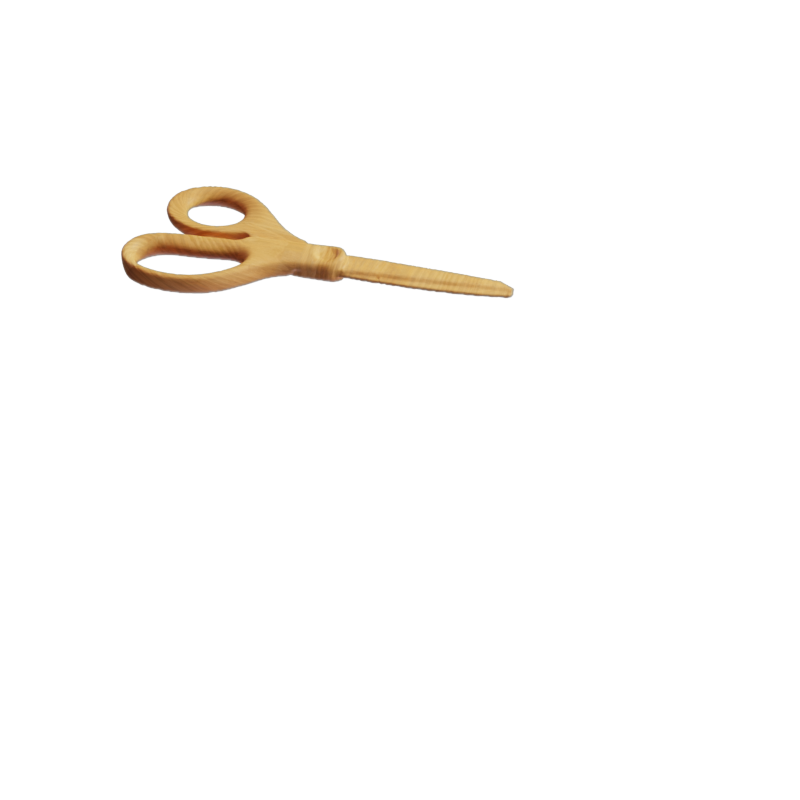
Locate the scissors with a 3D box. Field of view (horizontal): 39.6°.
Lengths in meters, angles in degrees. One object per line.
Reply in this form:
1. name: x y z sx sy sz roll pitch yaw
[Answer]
1. scissors: -0.047 -0.085 0.596 0.201 0.015 0.103 -1 41 -1
